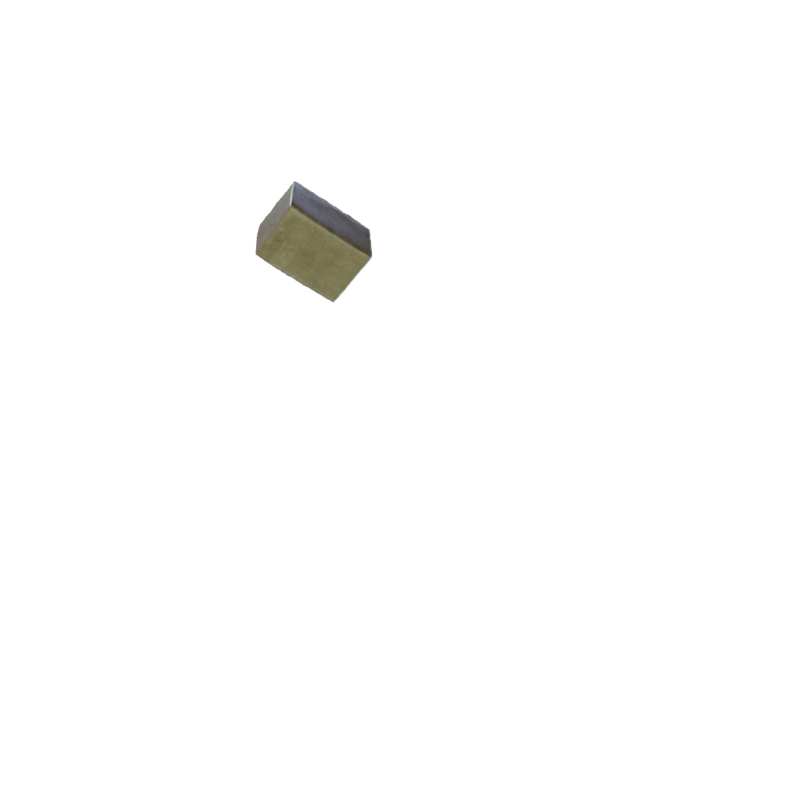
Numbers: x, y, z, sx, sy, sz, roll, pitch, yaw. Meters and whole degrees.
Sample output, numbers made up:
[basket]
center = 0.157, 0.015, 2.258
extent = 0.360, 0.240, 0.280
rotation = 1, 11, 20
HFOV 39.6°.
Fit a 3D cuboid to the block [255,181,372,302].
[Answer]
[block]
center = -0.068, -0.125, 0.874
extent = 0.075, 0.052, 0.054
rotation = 32, 24, -18
